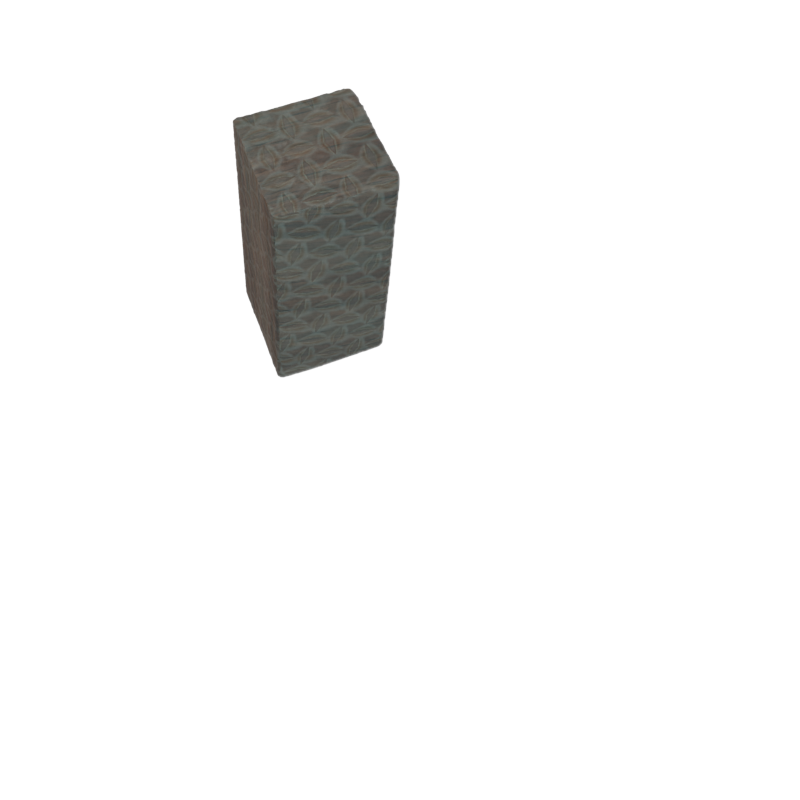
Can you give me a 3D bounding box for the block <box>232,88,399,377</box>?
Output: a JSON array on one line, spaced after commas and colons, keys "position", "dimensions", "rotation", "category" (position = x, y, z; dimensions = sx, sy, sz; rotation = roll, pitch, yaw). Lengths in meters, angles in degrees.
[{"position": [-0.063, -0.115, 0.808], "dimensions": [0.089, 0.097, 0.193], "rotation": [-17, -29, -13], "category": "block"}]
